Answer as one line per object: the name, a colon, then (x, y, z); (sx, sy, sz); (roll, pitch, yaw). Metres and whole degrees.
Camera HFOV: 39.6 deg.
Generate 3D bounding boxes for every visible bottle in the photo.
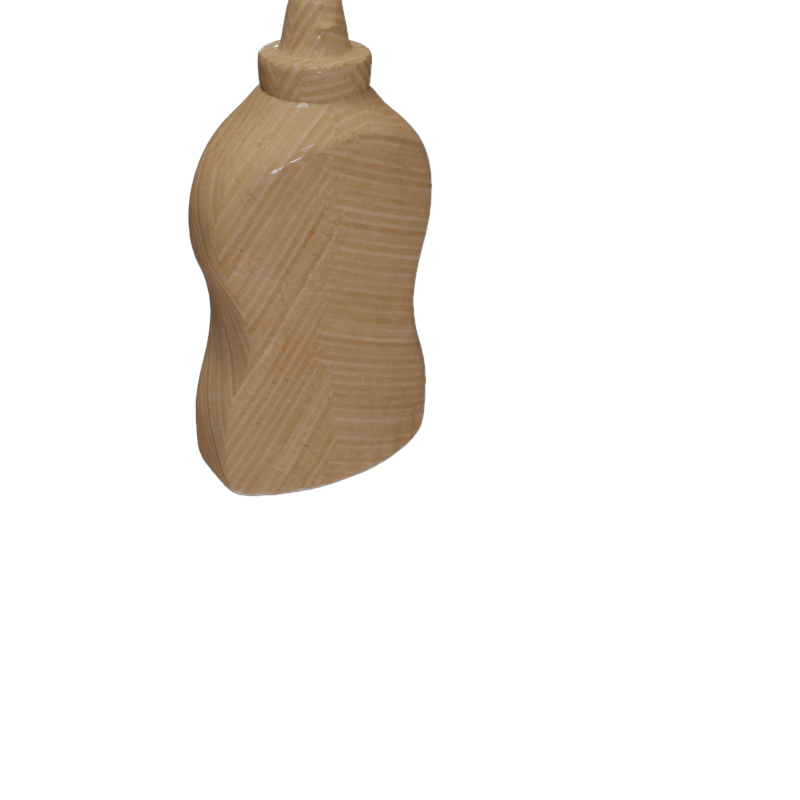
bottle: (-0.033, -0.061, 0.425); (0.094, 0.181, 0.063); (-14, 30, -28)
